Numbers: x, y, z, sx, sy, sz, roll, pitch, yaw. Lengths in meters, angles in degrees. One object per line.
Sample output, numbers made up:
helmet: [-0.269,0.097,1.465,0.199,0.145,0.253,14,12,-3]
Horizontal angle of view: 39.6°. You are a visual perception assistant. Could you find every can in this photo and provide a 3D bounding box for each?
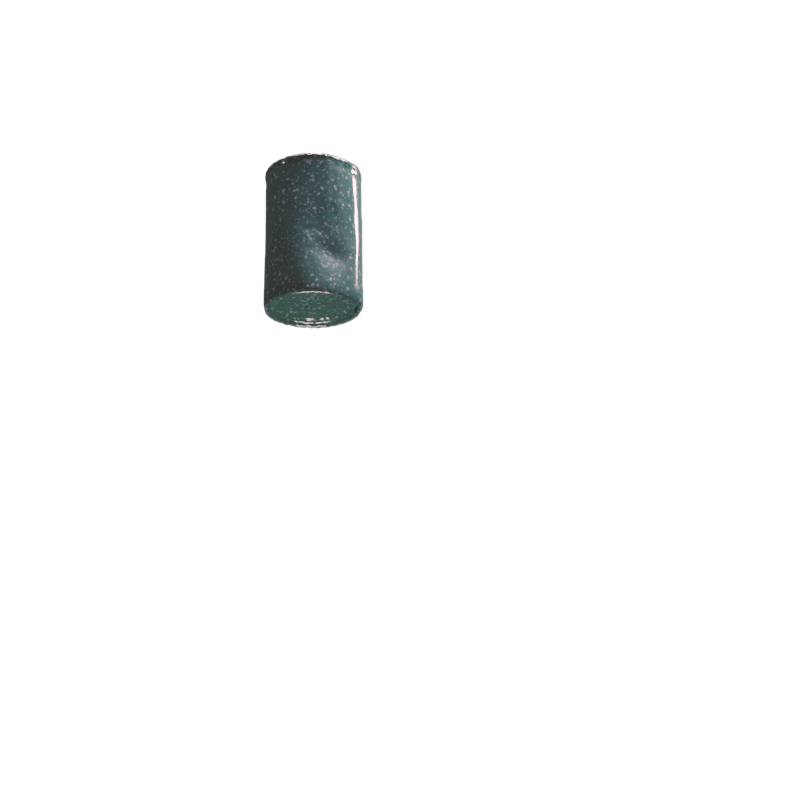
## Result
can: [-0.059,-0.108,0.758,0.068,0.108,0.065,0,-23,-2]
